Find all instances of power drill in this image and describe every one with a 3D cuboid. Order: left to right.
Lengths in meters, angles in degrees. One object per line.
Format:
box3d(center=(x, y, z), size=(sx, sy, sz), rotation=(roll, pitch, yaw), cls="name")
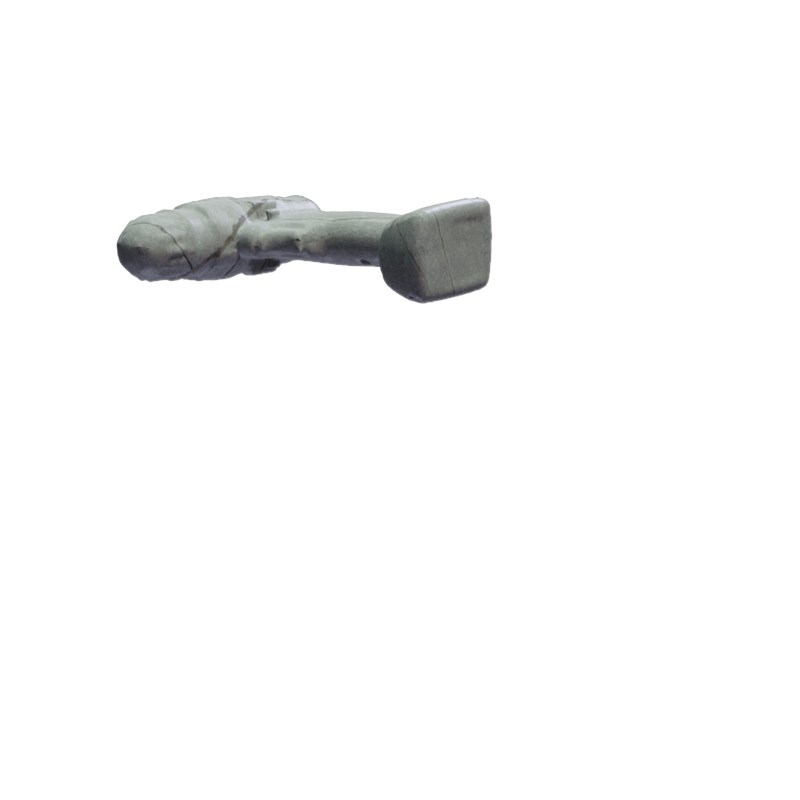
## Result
box3d(center=(-0.053, -0.097, 0.677), size=(0.196, 0.056, 0.182), rotation=(10, 18, 30), cls="power drill")
